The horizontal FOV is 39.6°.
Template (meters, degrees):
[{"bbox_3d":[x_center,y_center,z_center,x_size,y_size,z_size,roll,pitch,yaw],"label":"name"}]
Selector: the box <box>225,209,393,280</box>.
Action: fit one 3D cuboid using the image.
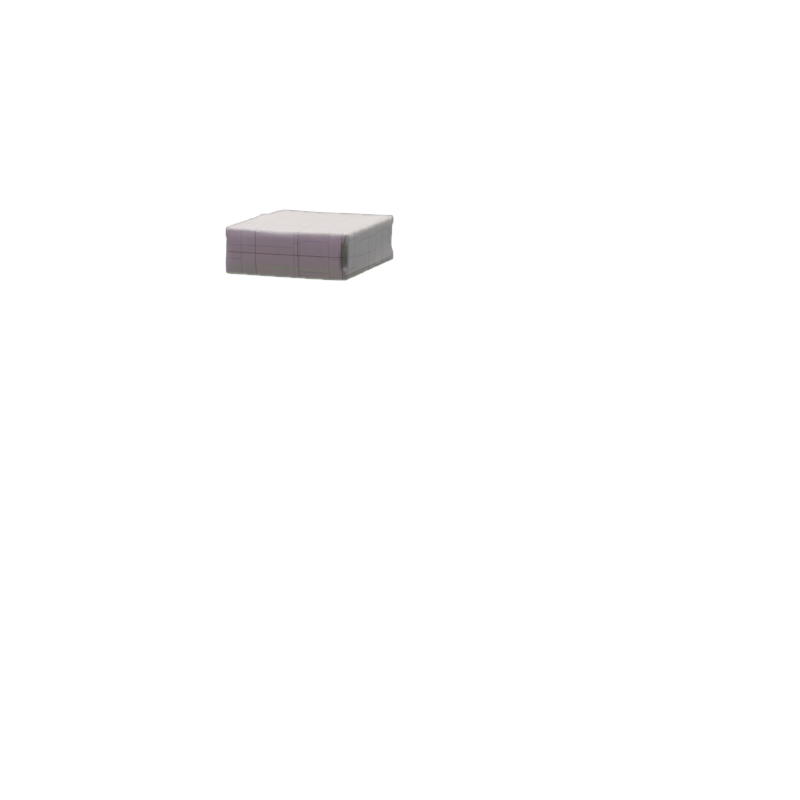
[{"bbox_3d":[-0.051,-0.092,0.648,0.075,0.029,0.089,5,17,19],"label":"box"}]
